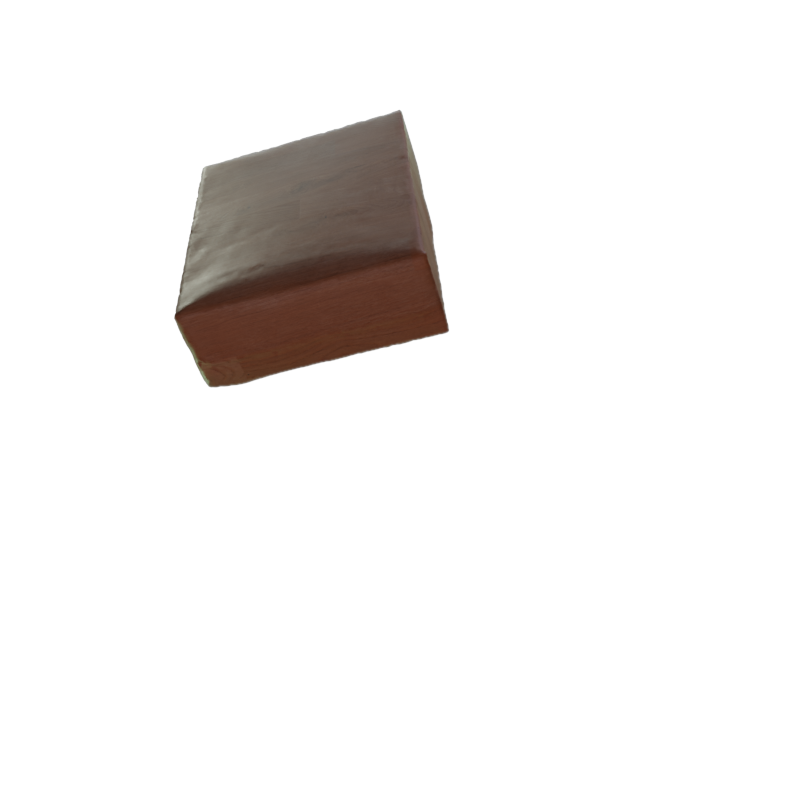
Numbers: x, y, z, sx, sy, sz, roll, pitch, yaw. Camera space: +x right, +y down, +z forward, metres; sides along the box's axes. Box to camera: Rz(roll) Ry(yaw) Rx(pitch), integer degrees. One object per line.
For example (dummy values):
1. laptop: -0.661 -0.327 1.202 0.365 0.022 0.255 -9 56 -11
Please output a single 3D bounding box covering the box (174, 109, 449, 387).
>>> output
1. box: -0.061 -0.111 0.780 0.165 0.067 0.228 -15 35 7
